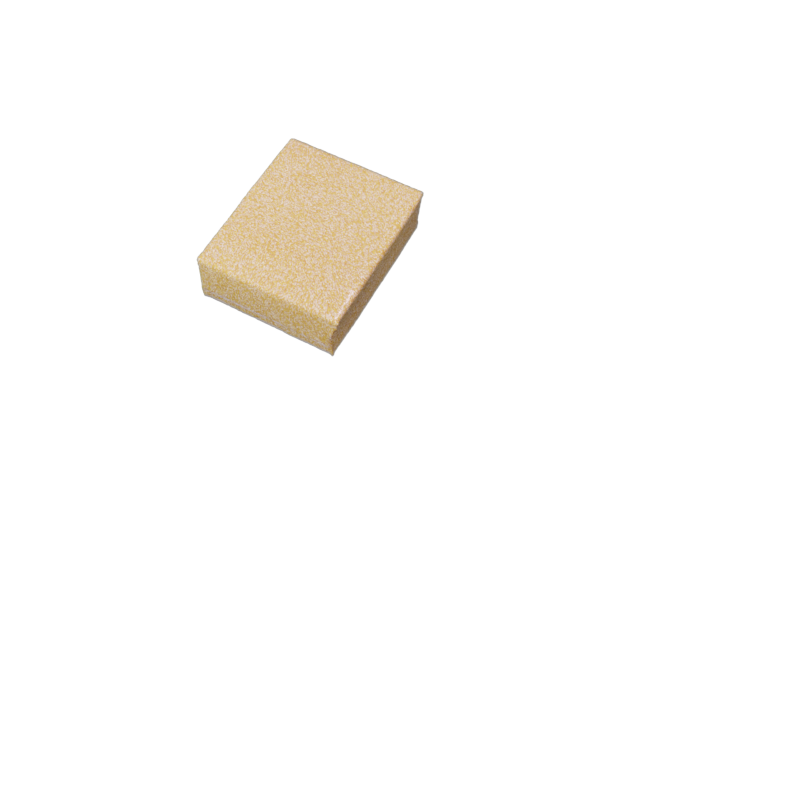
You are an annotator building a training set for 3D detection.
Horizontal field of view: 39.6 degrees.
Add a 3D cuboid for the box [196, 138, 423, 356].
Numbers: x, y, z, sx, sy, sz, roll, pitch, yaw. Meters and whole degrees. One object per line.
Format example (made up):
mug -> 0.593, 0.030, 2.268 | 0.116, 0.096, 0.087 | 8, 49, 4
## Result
box -> -0.050, -0.092, 0.643 | 0.093, 0.117, 0.036 | 23, -32, 14
